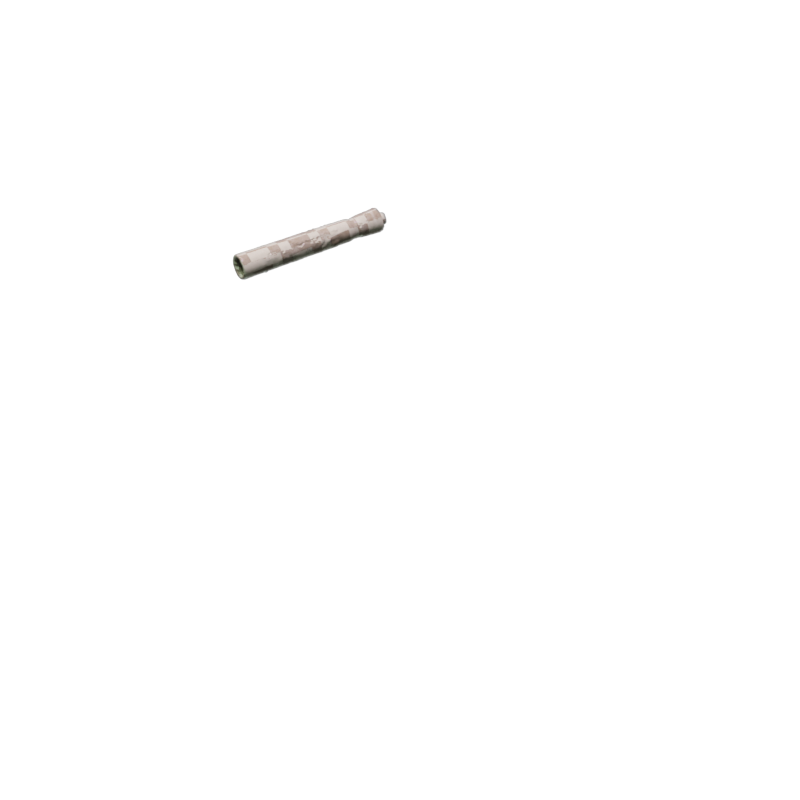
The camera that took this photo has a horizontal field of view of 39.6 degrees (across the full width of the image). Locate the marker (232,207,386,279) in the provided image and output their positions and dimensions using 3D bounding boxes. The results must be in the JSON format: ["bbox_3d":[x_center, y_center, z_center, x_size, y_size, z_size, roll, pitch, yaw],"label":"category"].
[{"bbox_3d":[-0.062,-0.113,0.794,0.120,0.019,0.020,-23,14,-25],"label":"marker"}]
